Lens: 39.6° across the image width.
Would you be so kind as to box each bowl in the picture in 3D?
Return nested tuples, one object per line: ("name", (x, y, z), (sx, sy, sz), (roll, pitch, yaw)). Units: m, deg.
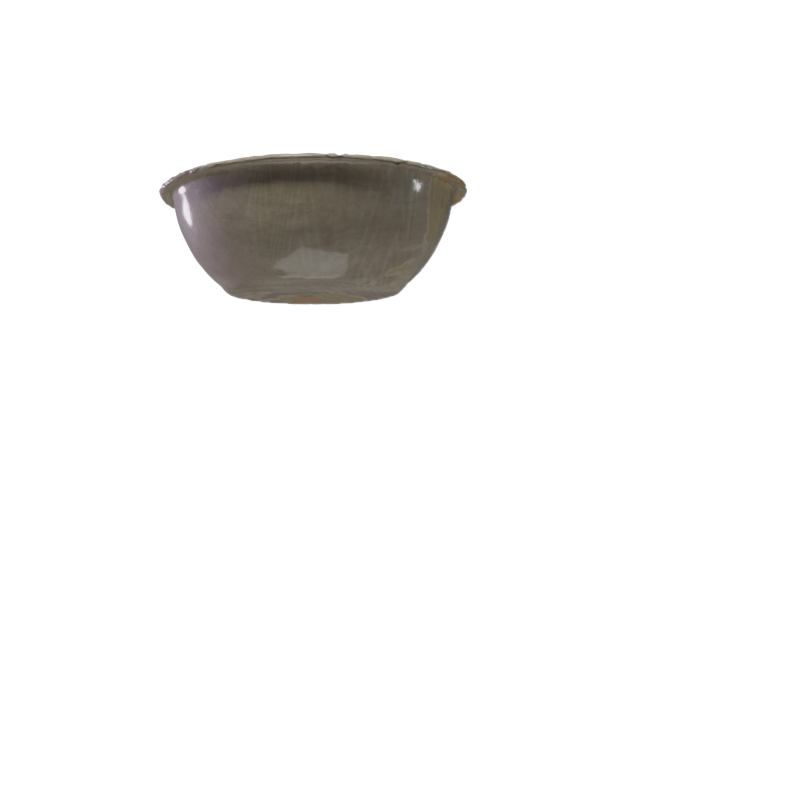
("bowl", (-0.046, -0.083, 0.582), (0.162, 0.056, 0.160), (0, -4, -2))
